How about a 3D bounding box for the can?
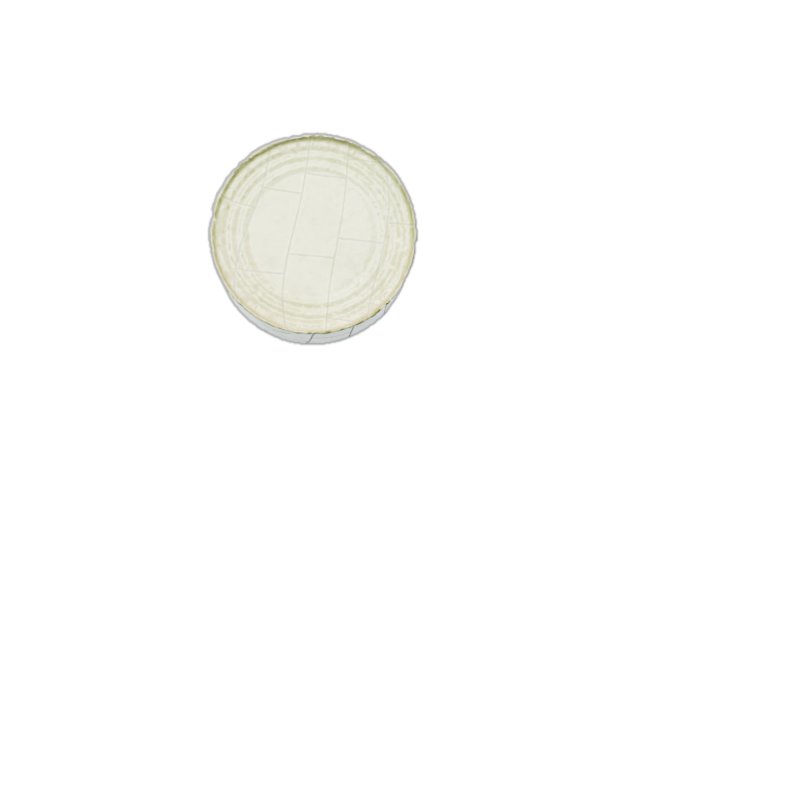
[{"bbox_3d":[-0.037,-0.067,0.472,0.086,0.089,0.032,0,-14,-1],"label":"can"}]
